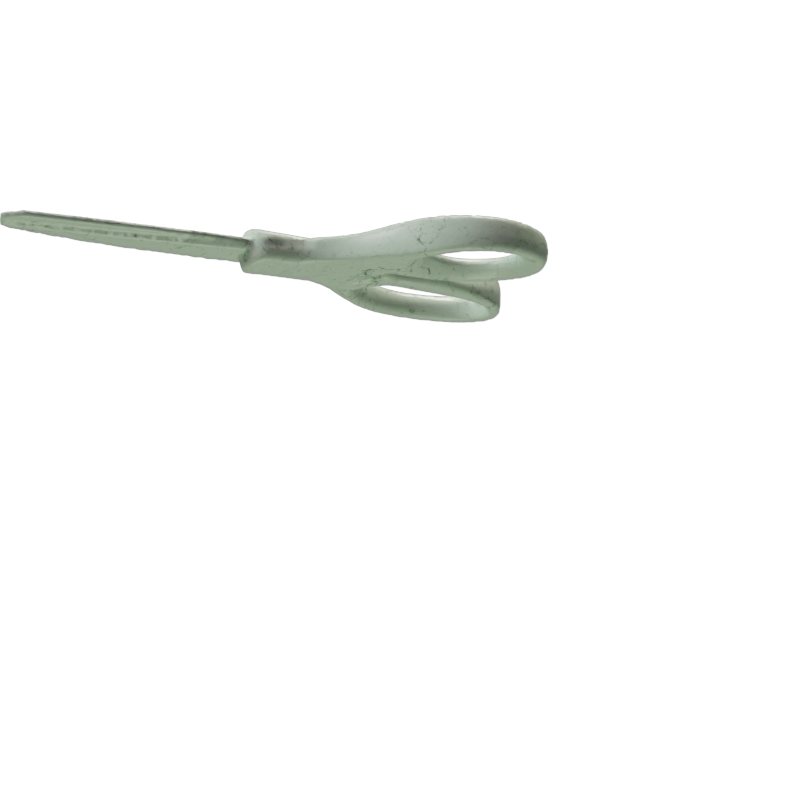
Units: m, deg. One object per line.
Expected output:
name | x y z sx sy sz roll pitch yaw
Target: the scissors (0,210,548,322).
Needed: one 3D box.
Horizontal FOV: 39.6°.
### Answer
scissors | -0.032 -0.057 0.403 0.192 0.016 0.097 11 -19 -34
